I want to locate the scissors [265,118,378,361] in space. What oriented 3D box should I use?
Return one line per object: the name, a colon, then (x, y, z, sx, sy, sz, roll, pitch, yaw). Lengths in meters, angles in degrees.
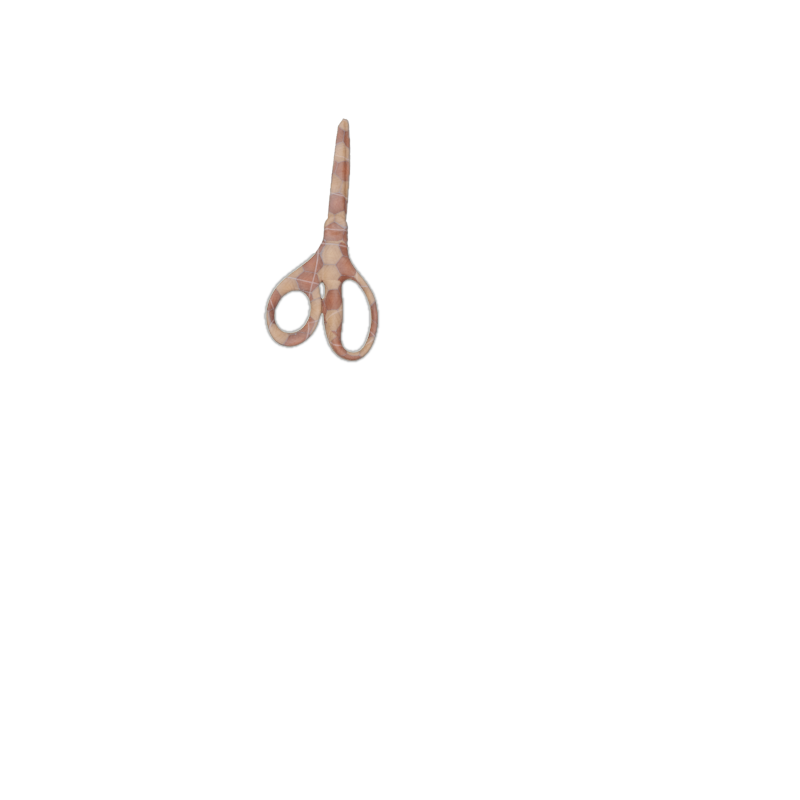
scissors: (-0.069, -0.126, 0.881, 0.096, 0.211, 0.015, -11, -18, -4)
